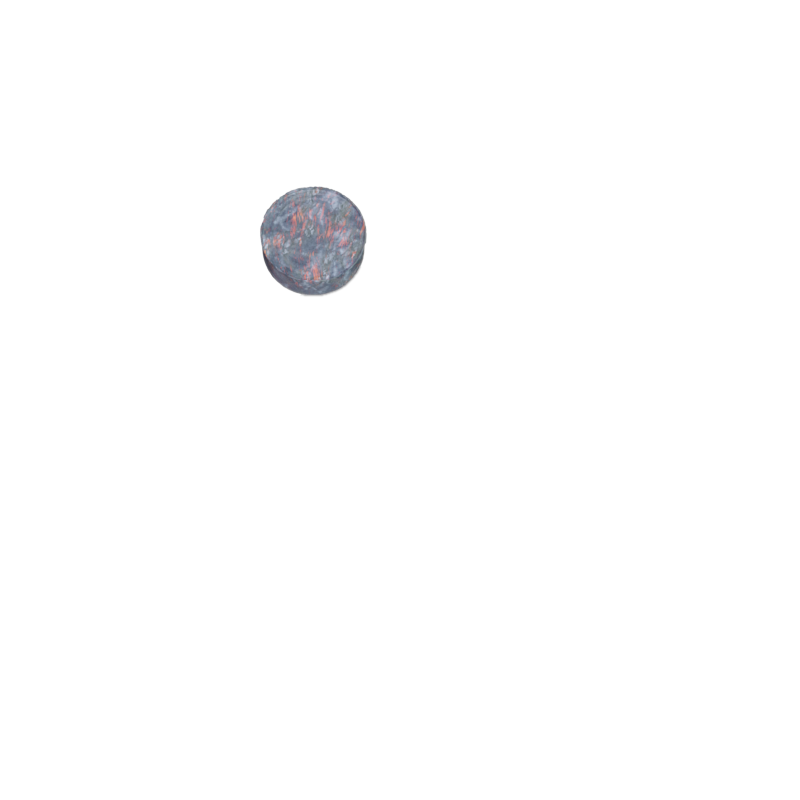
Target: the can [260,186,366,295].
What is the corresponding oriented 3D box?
[{"bbox_3d":[-0.071,-0.129,0.905,0.086,0.091,0.032,-1,-24,-1],"label":"can"}]
